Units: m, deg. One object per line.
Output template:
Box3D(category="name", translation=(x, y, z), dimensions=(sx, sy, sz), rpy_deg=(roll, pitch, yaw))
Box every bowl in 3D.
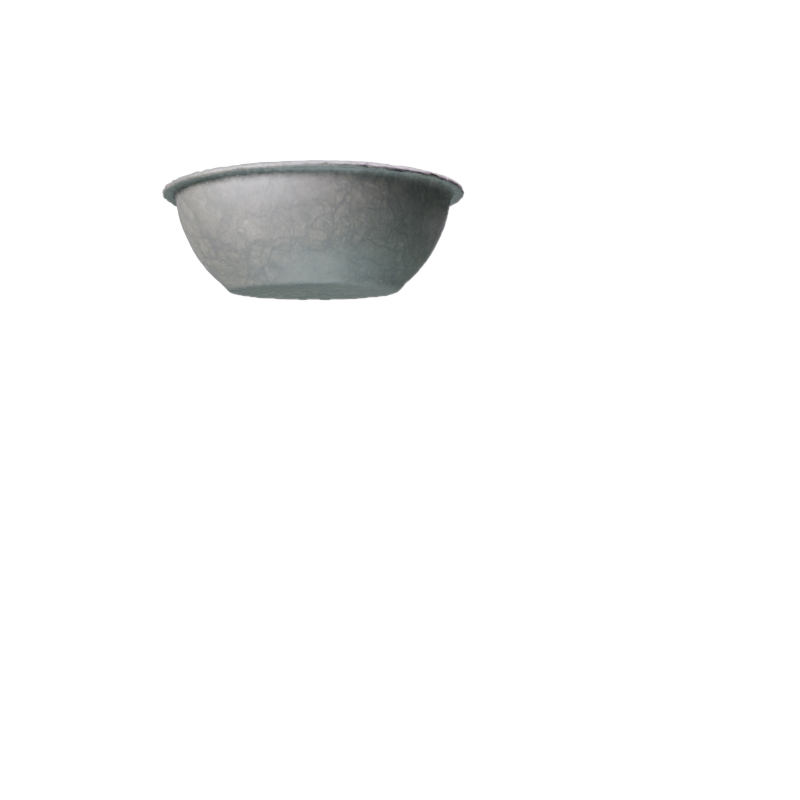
Box3D(category="bowl", translation=(-0.046, -0.085, 0.594), dimensions=(0.162, 0.056, 0.161), rpy_deg=(0, -1, -2))
